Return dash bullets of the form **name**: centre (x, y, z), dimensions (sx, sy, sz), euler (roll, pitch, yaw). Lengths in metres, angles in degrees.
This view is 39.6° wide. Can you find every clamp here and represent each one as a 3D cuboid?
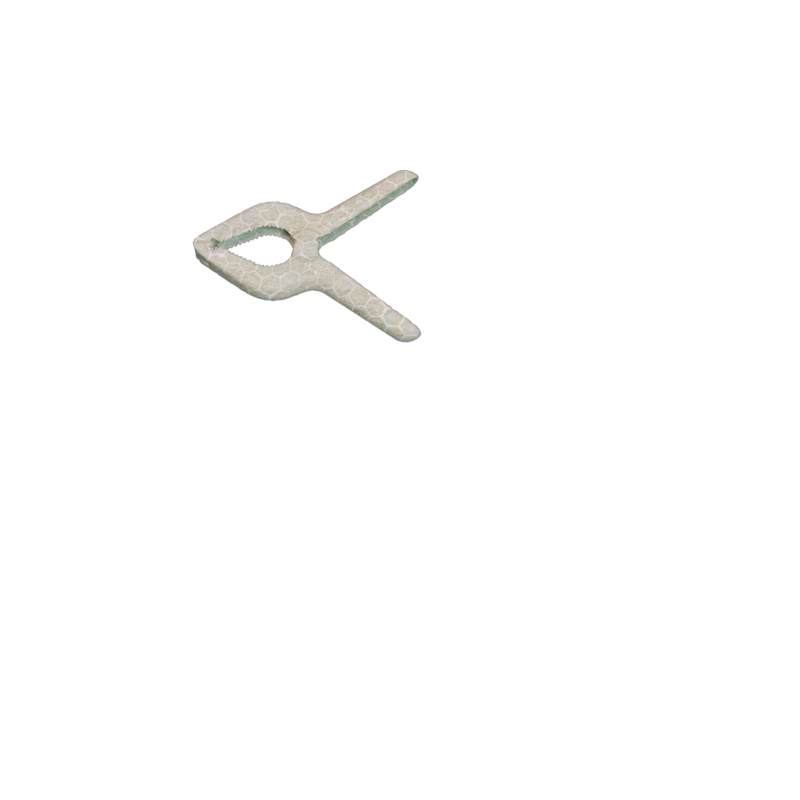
- **clamp**: centre (-0.078, -0.142, 0.996), dimensions (0.211, 0.173, 0.034), euler (7, -24, 3)
